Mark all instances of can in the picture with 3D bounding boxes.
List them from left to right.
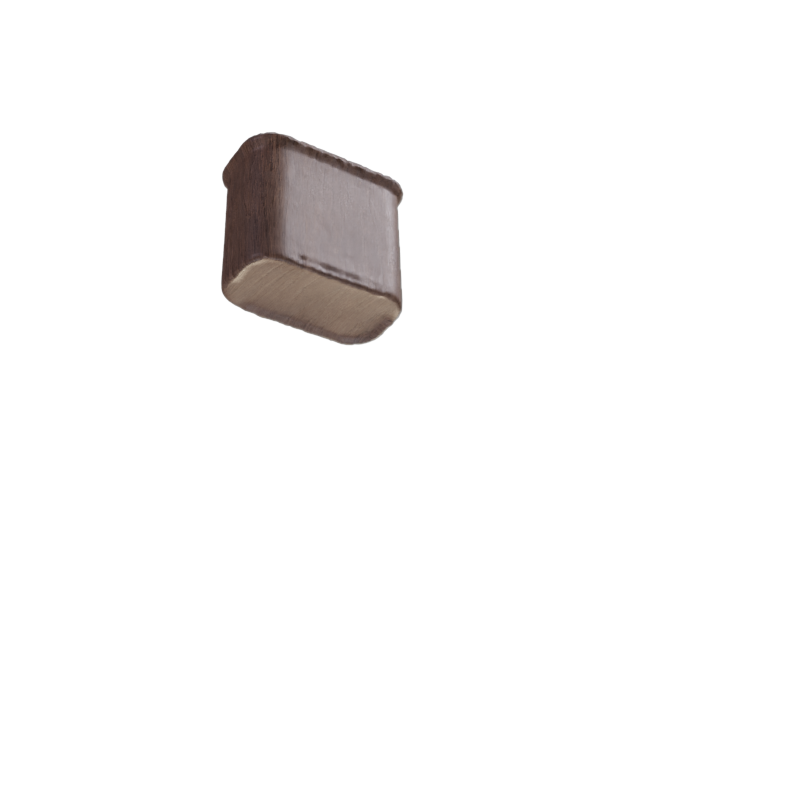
[{"bbox_3d":[-0.047,-0.087,0.606,0.097,0.090,0.056,18,-40,-26],"label":"can"}]
